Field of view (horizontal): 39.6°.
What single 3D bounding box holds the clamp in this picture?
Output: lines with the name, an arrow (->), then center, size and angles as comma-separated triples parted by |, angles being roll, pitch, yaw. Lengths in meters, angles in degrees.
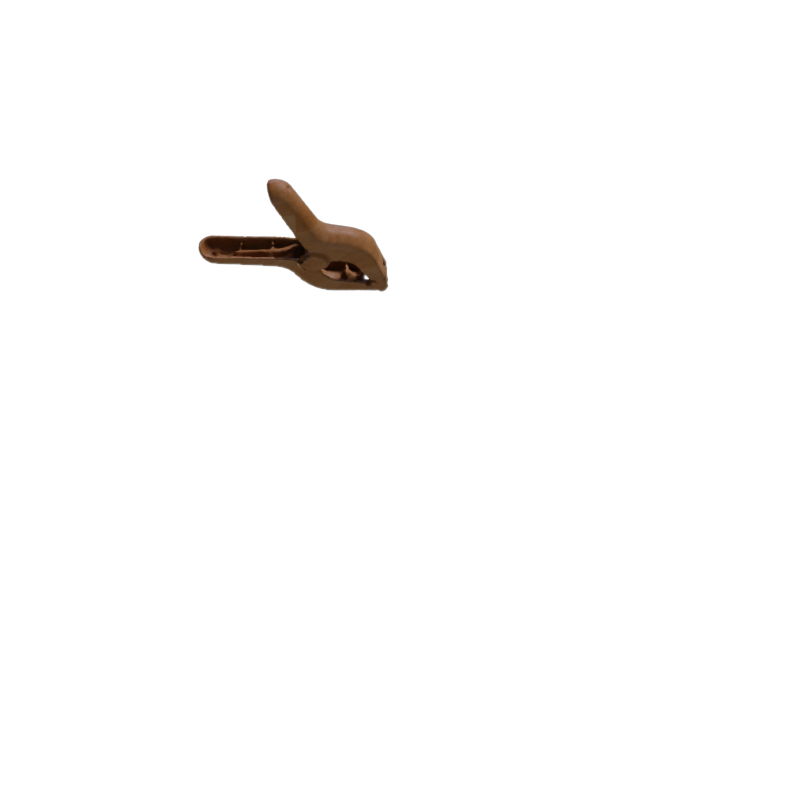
clamp -> -0.075, -0.136, 0.956 | 0.164, 0.041, 0.119 | 11, -24, -26
